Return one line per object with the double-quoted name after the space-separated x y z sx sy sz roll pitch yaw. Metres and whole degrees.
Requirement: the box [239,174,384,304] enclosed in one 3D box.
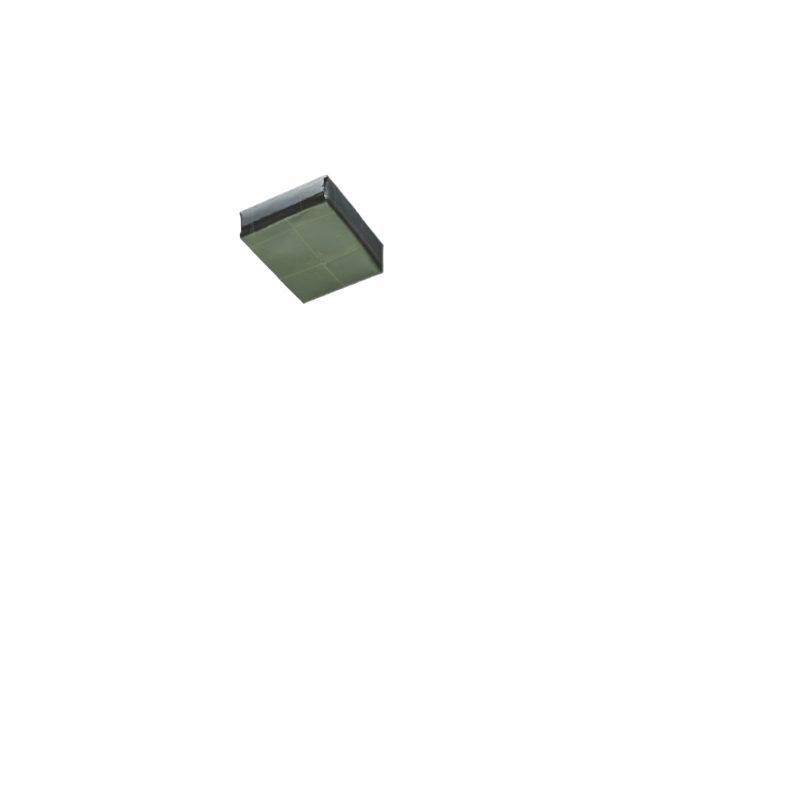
-0.078 -0.142 0.993 0.090 0.042 0.105 -19 -42 21 "box"
